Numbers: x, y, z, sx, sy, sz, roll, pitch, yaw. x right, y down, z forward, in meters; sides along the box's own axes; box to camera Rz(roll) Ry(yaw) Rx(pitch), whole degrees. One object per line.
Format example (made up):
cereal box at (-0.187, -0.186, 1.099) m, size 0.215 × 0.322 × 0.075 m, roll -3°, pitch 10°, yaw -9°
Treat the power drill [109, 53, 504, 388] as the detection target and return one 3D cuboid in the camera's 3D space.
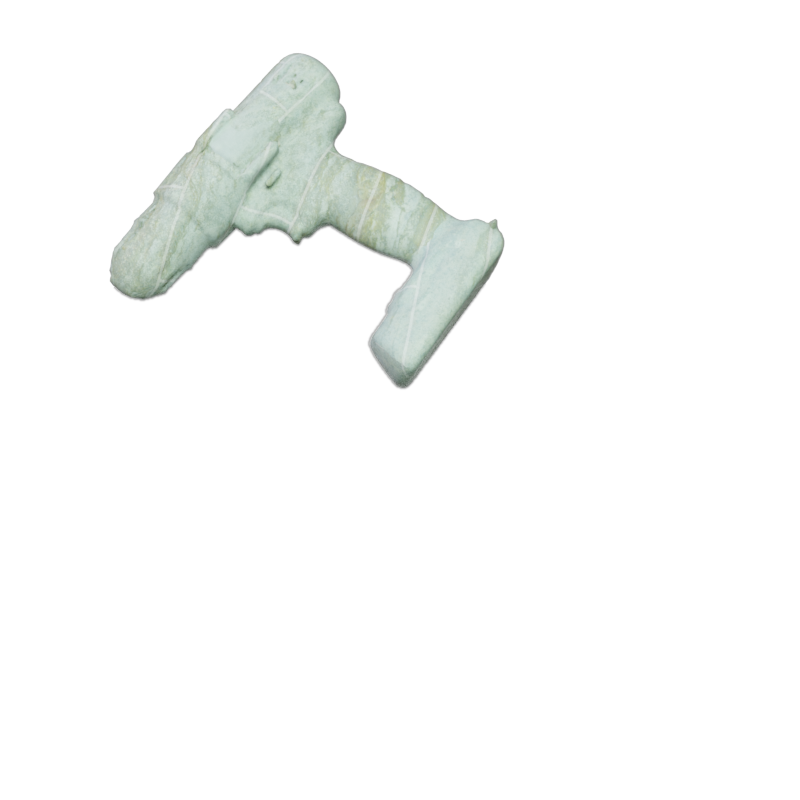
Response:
power drill at (-0.050, -0.092, 0.644) m, size 0.193 × 0.187 × 0.055 m, roll 36°, pitch -14°, yaw 10°
